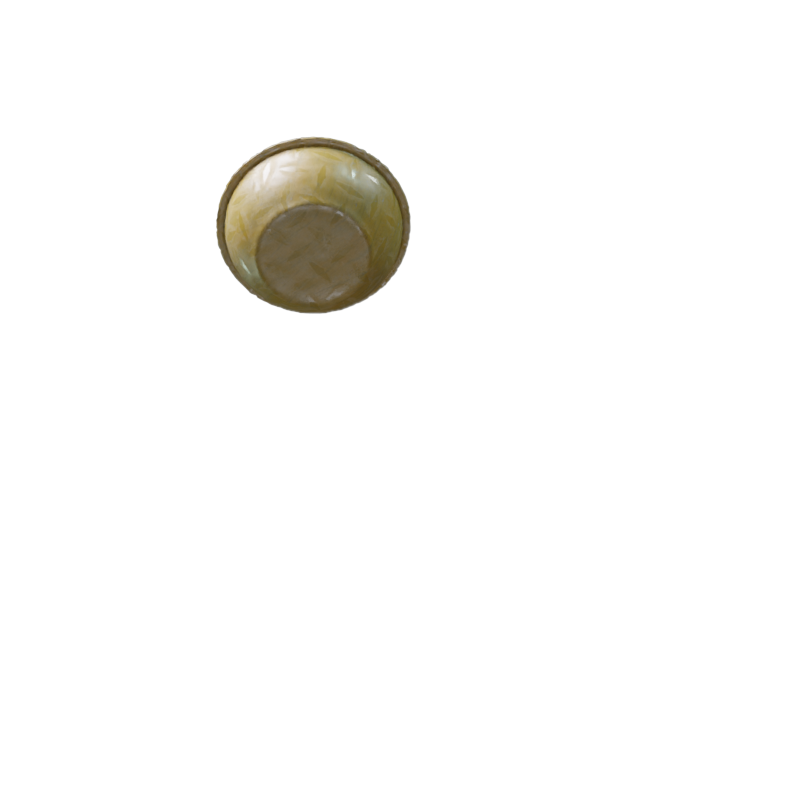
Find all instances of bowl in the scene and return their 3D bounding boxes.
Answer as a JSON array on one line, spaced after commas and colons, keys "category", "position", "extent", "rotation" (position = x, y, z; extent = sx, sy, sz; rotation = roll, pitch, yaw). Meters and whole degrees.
[{"category": "bowl", "position": [-0.070, -0.128, 0.896], "extent": [0.162, 0.153, 0.058], "rotation": [1, 28, -1]}]
